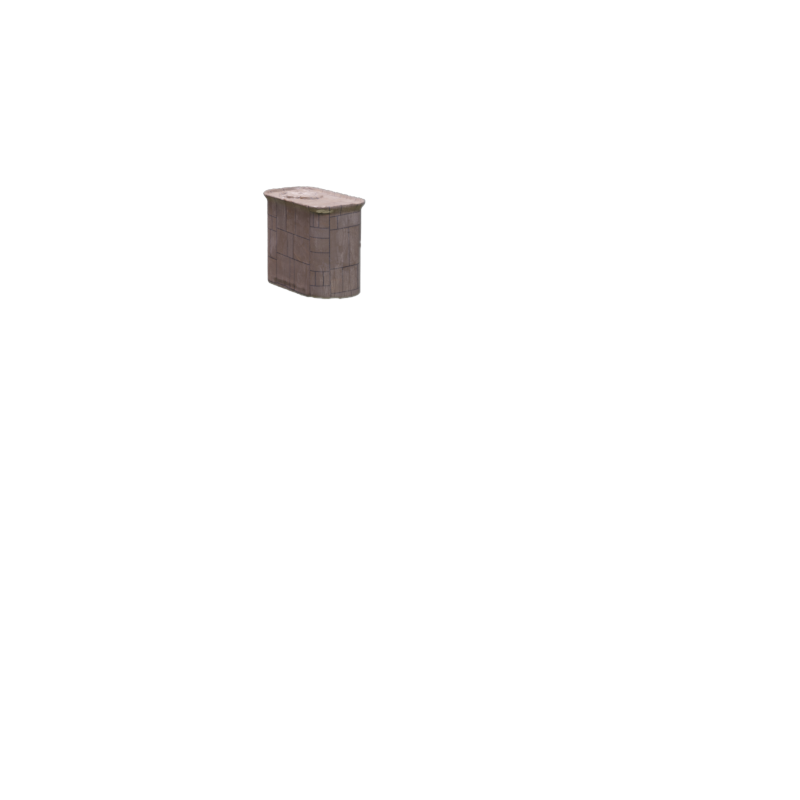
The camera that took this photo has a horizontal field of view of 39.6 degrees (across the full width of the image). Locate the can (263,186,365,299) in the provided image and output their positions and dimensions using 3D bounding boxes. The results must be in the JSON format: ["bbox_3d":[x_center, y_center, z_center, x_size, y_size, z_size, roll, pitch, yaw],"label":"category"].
[{"bbox_3d":[-0.077,-0.140,0.982,0.056,0.081,0.108,-10,20,-35],"label":"can"}]
